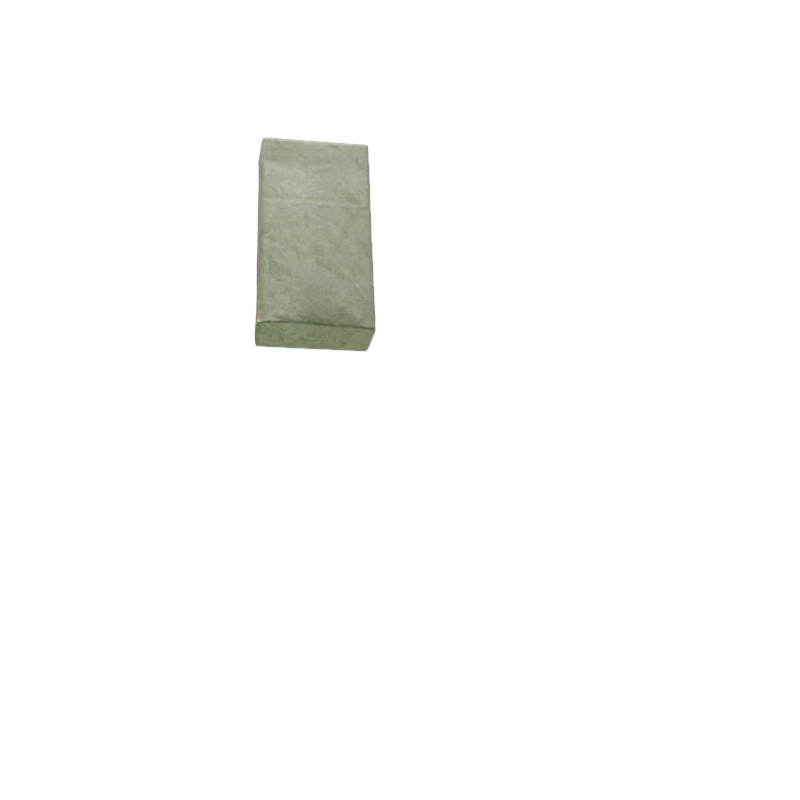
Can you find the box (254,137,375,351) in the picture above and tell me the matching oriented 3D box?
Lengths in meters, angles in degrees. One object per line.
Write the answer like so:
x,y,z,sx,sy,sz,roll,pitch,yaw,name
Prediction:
-0.071,-0.129,0.905,0.092,0.188,0.045,2,-31,-8,box
